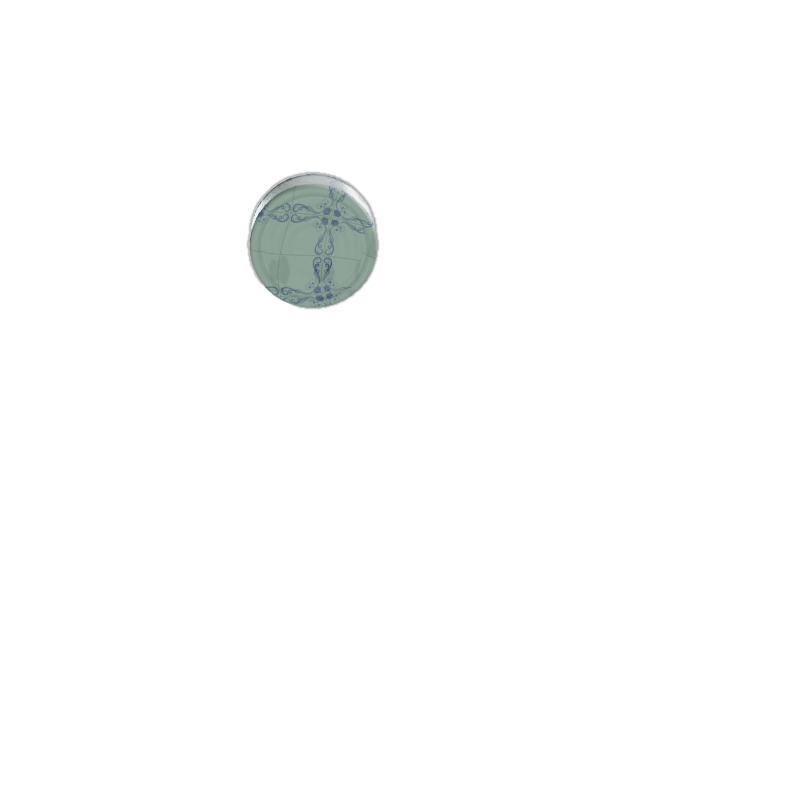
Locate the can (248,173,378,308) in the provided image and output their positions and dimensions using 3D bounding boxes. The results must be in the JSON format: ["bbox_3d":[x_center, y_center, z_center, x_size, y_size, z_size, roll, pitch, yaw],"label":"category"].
[{"bbox_3d":[-0.057,-0.105,0.733,0.086,0.083,0.035,0,18,-1],"label":"can"}]
